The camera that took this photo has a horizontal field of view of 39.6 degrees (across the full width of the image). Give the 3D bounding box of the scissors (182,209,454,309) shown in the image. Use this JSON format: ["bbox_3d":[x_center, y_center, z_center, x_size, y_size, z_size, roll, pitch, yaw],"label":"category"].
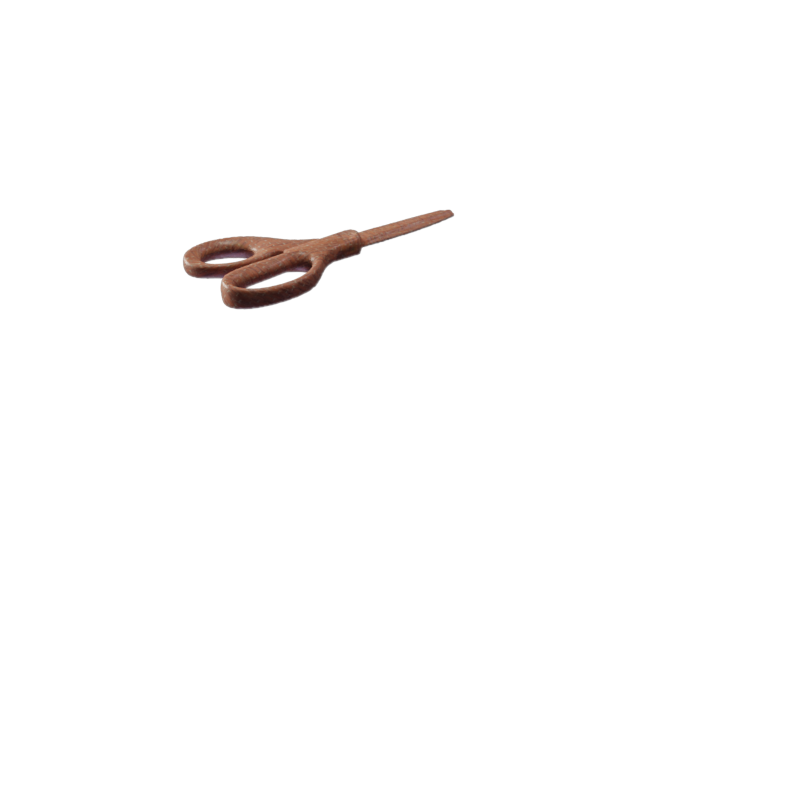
[{"bbox_3d":[-0.055,-0.100,0.703,0.101,0.015,0.202,15,31,28],"label":"scissors"}]
